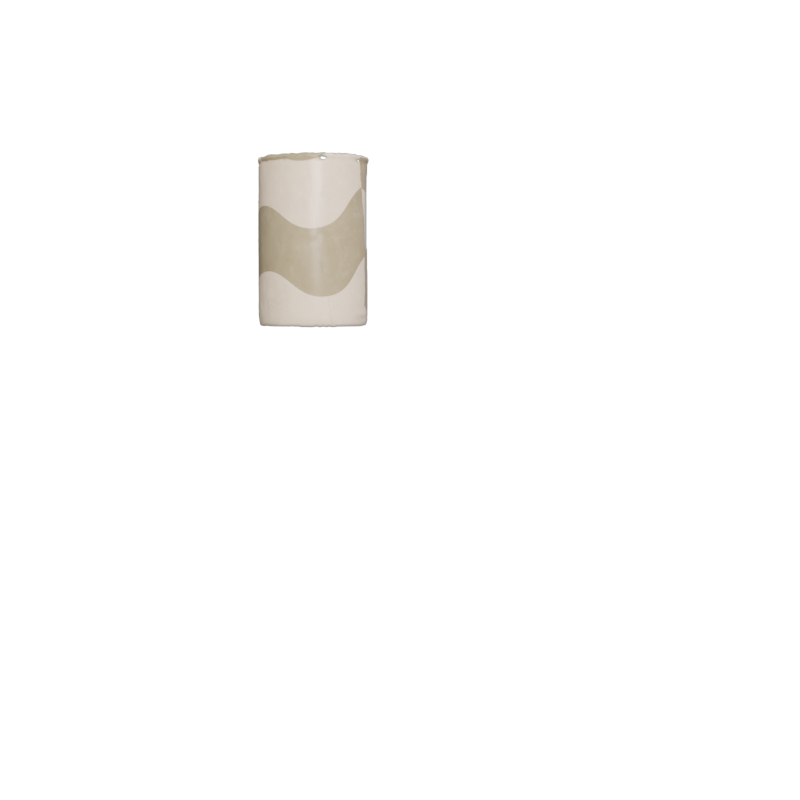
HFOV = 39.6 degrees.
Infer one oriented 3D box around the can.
[{"bbox_3d":[-0.053,-0.097,0.677,0.068,0.103,0.069,0,0,-2],"label":"can"}]
